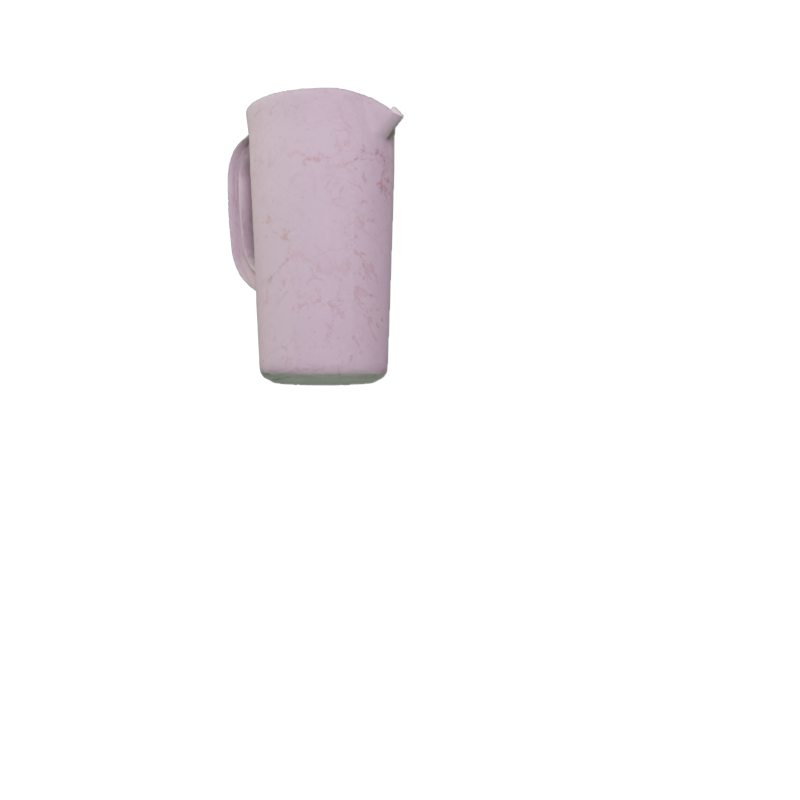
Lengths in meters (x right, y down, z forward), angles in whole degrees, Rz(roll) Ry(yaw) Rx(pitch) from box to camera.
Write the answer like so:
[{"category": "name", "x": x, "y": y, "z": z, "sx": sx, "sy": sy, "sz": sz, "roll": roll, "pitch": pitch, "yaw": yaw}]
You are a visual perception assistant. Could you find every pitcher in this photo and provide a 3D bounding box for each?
[{"category": "pitcher", "x": -0.075, "y": -0.137, "z": 0.959, "sx": 0.143, "sy": 0.249, "sz": 0.147, "roll": 1, "pitch": -9, "yaw": -9}]
